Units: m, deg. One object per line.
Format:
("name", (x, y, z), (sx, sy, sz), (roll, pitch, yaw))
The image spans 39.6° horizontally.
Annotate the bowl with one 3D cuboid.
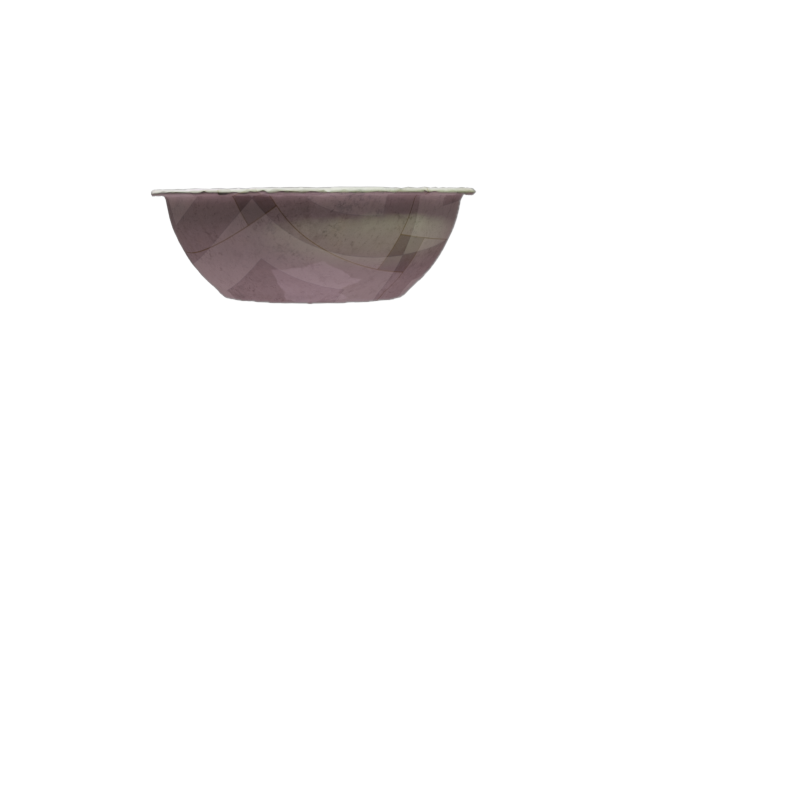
("bowl", (-0.044, -0.079, 0.557), (0.162, 0.054, 0.165), (0, 9, -2))
